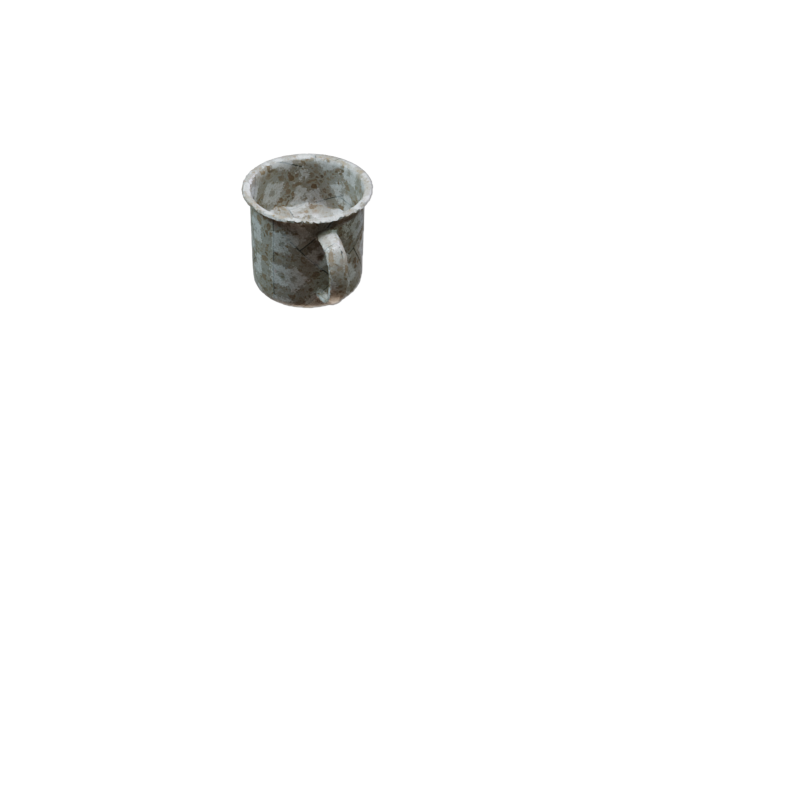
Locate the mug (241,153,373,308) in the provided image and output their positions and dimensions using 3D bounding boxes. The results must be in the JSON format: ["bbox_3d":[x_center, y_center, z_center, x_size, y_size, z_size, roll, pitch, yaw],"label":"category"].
[{"bbox_3d":[-0.062,-0.114,0.796,0.092,0.076,0.127,-14,41,-18],"label":"mug"}]
